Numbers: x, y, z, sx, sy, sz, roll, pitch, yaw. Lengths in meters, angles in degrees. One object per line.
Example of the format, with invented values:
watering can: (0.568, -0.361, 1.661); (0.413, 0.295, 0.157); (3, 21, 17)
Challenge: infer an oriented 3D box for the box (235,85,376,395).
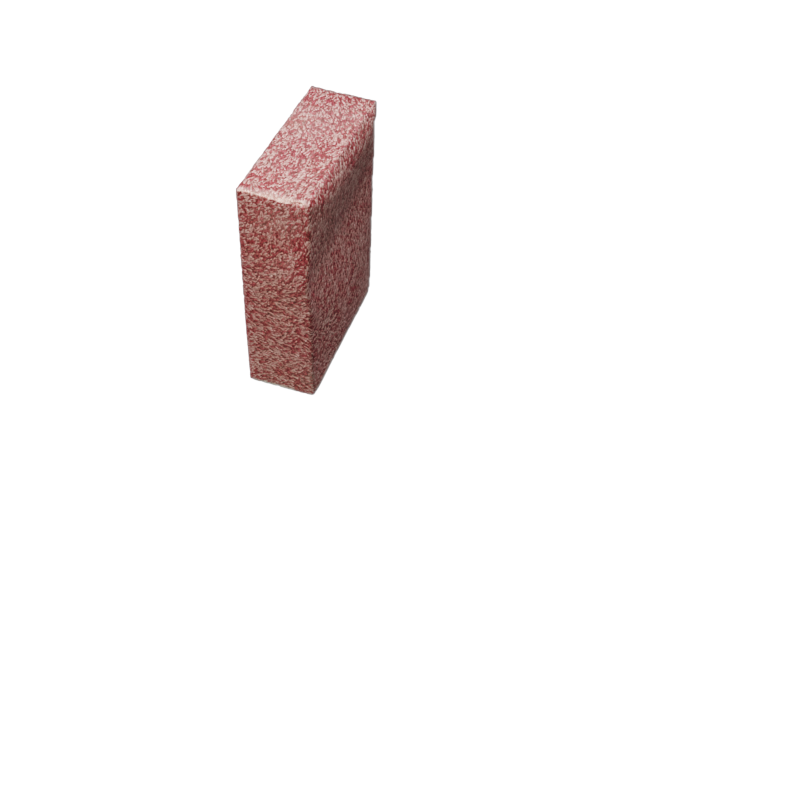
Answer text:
box: (-0.076, -0.138, 0.969); (0.074, 0.199, 0.172); (14, 45, 11)
